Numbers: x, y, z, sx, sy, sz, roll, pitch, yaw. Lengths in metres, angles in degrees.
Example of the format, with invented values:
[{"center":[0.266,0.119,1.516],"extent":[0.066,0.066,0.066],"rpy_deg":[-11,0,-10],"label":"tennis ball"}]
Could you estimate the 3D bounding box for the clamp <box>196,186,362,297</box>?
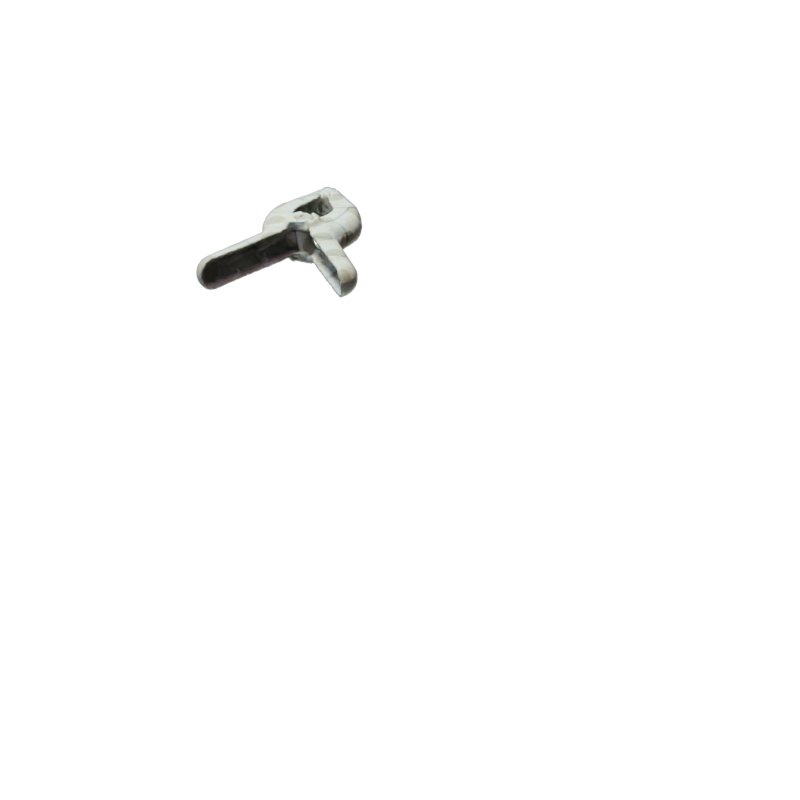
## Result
[{"center":[-0.067,-0.122,0.856],"extent":[0.124,0.037,0.176],"rpy_deg":[13,35,18],"label":"clamp"}]
